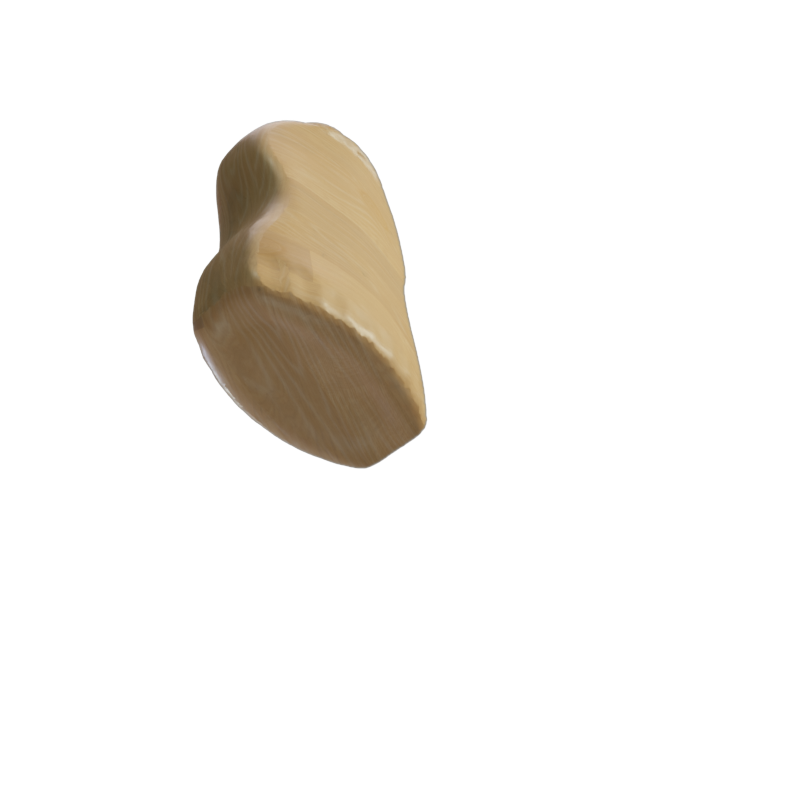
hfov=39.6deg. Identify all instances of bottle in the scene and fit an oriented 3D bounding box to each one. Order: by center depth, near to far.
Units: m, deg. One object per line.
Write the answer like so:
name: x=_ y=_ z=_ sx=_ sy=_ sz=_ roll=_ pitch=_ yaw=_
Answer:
bottle: x=-0.037 y=-0.067 z=0.470 sx=0.058 sy=0.205 sz=0.091 roll=-39 pitch=-60 yaw=24
